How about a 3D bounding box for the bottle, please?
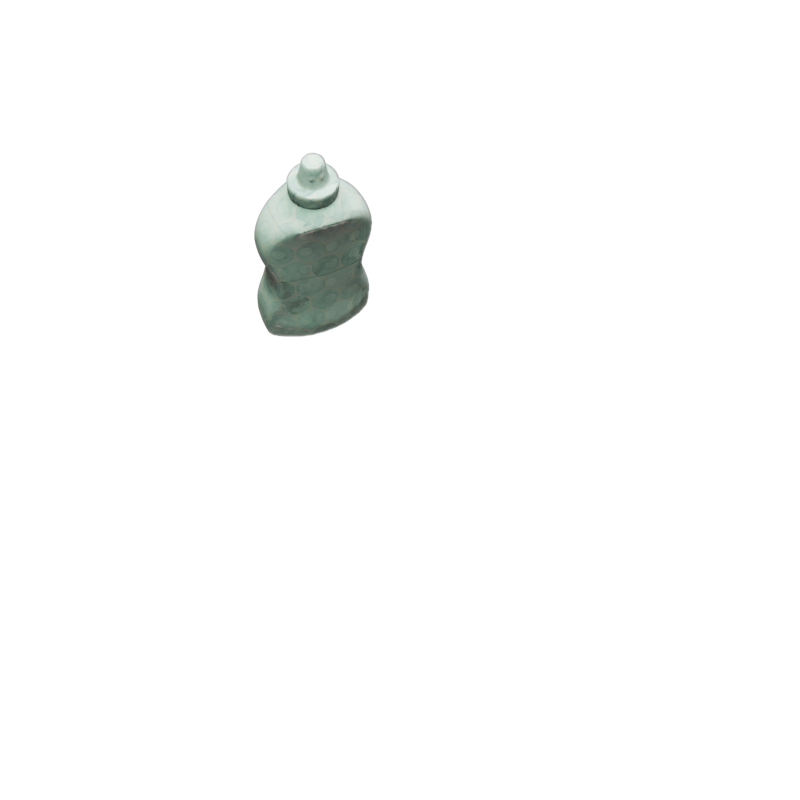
[{"bbox_3d":[-0.071,-0.130,0.909,0.095,0.063,0.179,-16,-31,-14],"label":"bottle"}]
